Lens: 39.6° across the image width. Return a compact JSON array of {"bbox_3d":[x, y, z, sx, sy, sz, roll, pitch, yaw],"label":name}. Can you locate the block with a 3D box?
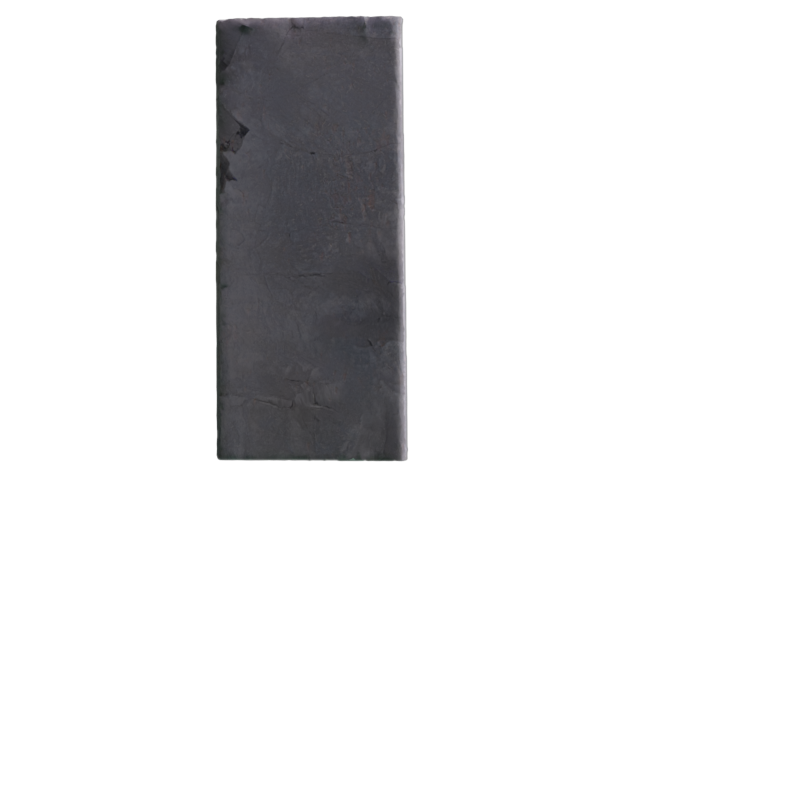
[{"bbox_3d":[-0.044,-0.079,0.555,0.091,0.208,0.089,0,-3,0],"label":"block"}]
